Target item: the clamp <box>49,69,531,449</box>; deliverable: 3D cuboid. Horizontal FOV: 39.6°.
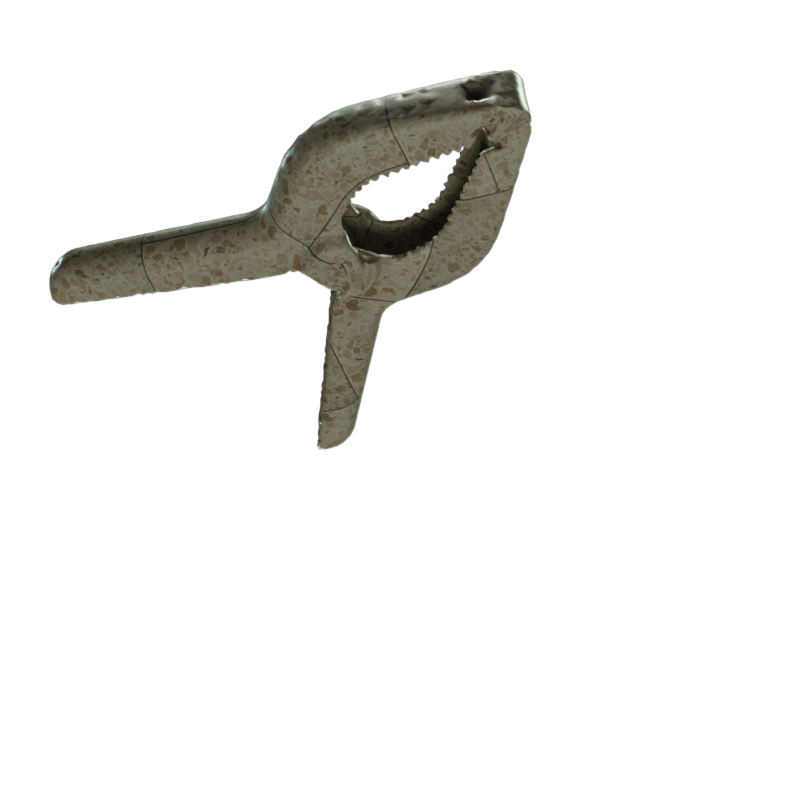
[{"bbox_3d":[-0.036,-0.065,0.458,0.157,0.039,0.205,27,-50,-25],"label":"clamp"}]
